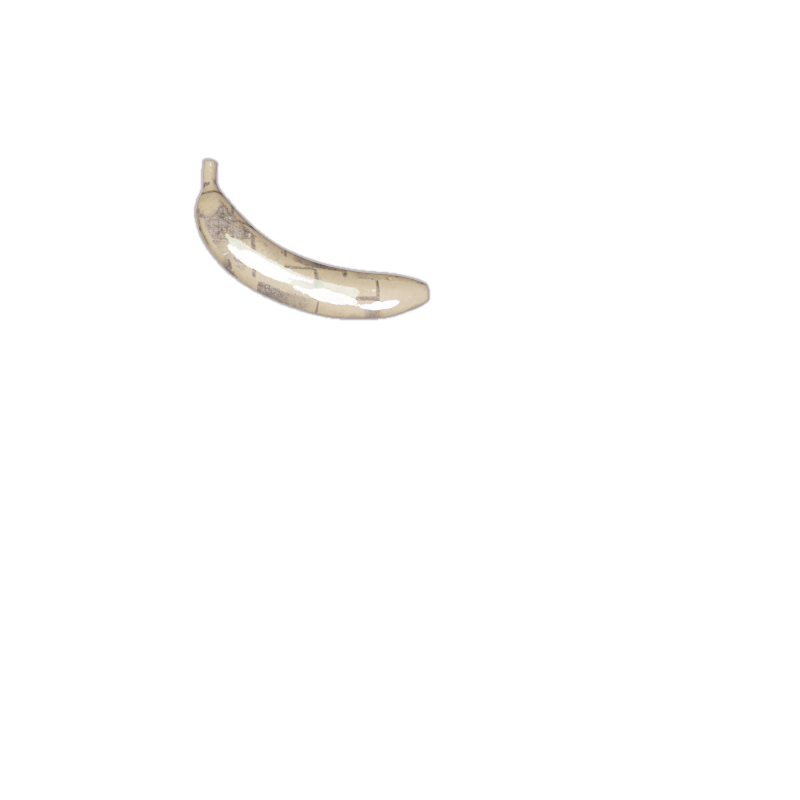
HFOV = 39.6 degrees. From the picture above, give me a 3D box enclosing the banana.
[{"bbox_3d":[-0.077,-0.103,0.817,0.199,0.070,0.036,31,-3,2],"label":"banana"}]
